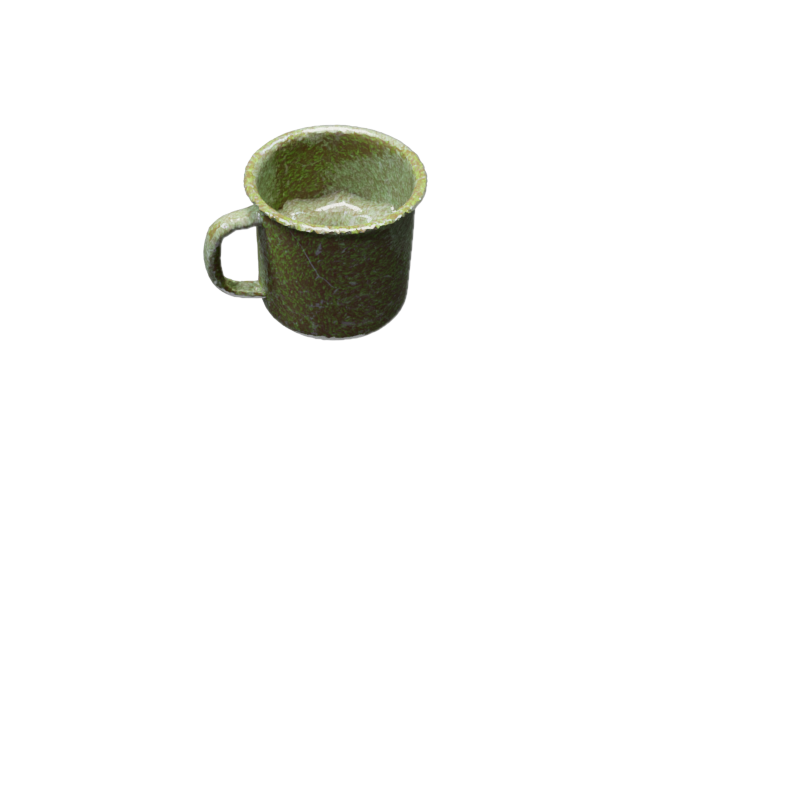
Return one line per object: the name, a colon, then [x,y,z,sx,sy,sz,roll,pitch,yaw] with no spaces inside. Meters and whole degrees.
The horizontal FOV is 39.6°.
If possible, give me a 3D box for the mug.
mug: [-0.045,-0.083,0.581,0.116,0.076,0.101,-16,46,-17]
